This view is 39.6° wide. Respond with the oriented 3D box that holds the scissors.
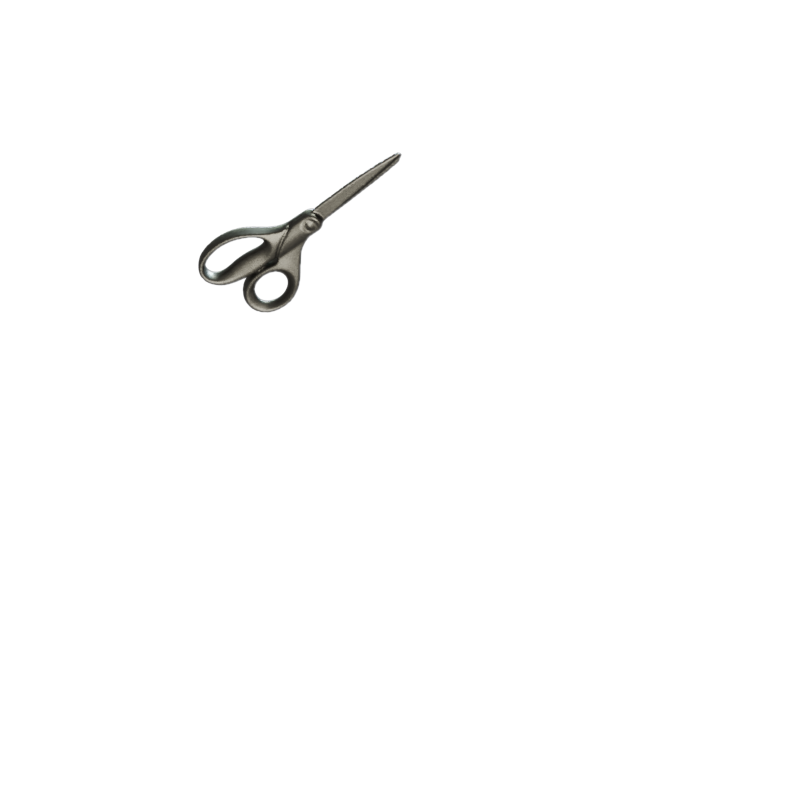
[{"bbox_3d":[-0.073,-0.133,0.929,0.203,0.089,0.017,-20,37,15],"label":"scissors"}]
